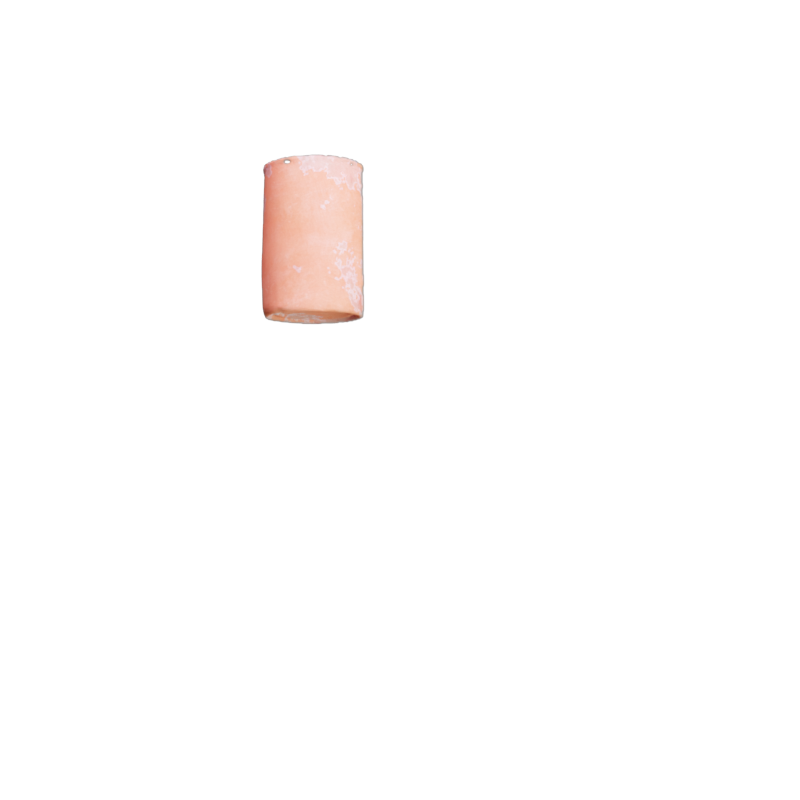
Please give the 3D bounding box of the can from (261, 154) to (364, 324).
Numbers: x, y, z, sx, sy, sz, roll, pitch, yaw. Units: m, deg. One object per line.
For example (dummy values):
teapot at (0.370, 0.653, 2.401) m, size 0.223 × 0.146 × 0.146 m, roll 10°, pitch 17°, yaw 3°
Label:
can at (-0.058, -0.105, 0.737) m, size 0.068 × 0.105 × 0.067 m, roll 0°, pitch -9°, yaw -2°
